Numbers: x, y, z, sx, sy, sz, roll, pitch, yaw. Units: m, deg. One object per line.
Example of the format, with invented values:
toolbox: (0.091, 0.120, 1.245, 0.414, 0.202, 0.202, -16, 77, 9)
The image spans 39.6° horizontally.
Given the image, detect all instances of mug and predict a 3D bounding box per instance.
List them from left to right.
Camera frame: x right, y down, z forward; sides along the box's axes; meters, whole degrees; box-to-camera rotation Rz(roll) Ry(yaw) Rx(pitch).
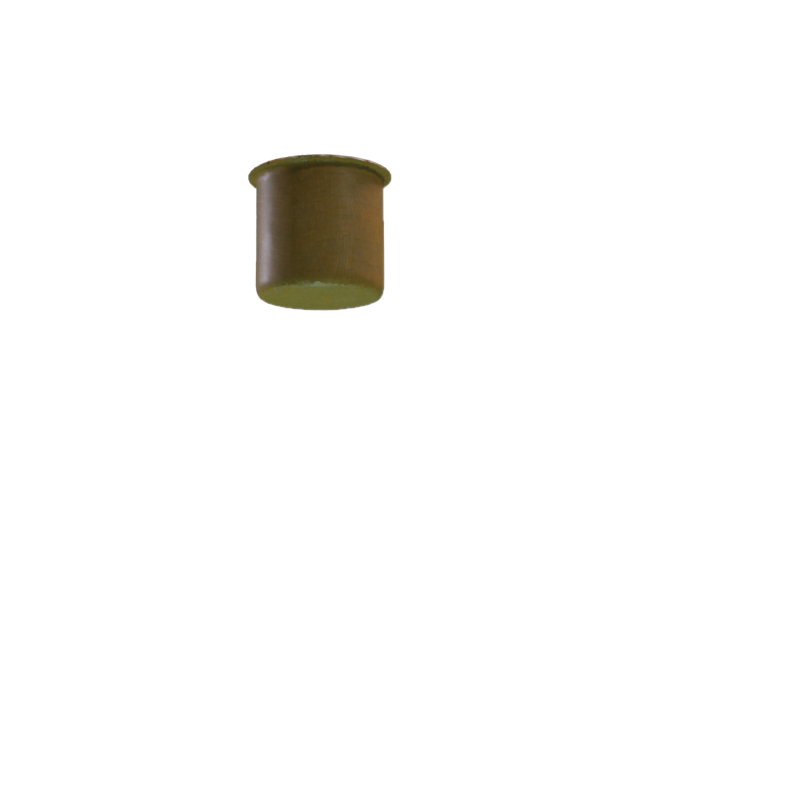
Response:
mug: (-0.056, -0.103, 0.719, 0.090, 0.084, 0.118, 4, -10, -24)
